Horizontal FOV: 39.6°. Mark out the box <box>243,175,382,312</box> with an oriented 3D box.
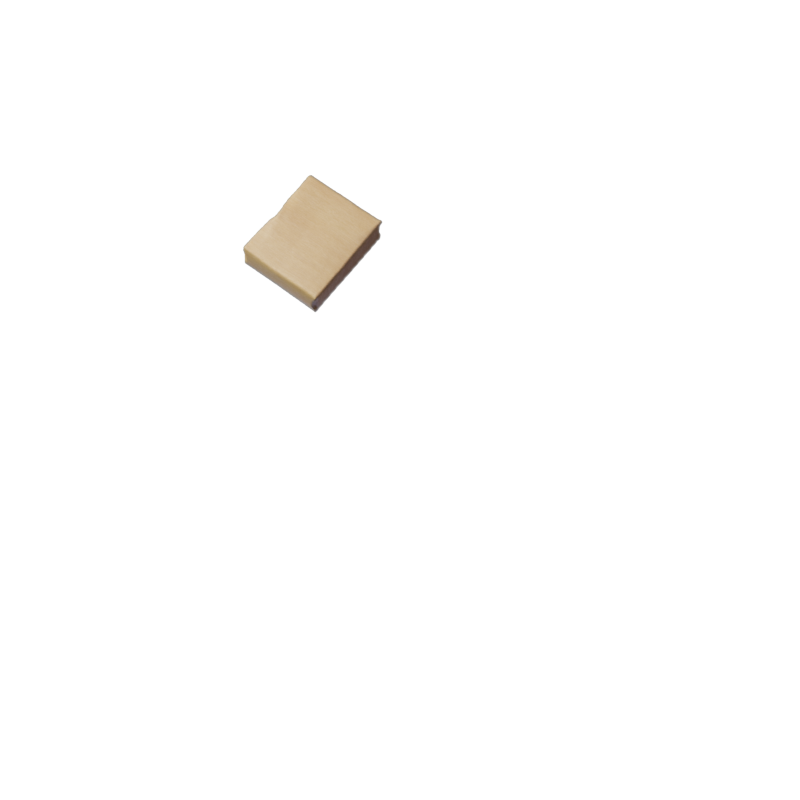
[{"bbox_3d":[-0.069,-0.126,0.879,0.076,0.091,0.028,34,-22,15],"label":"box"}]
